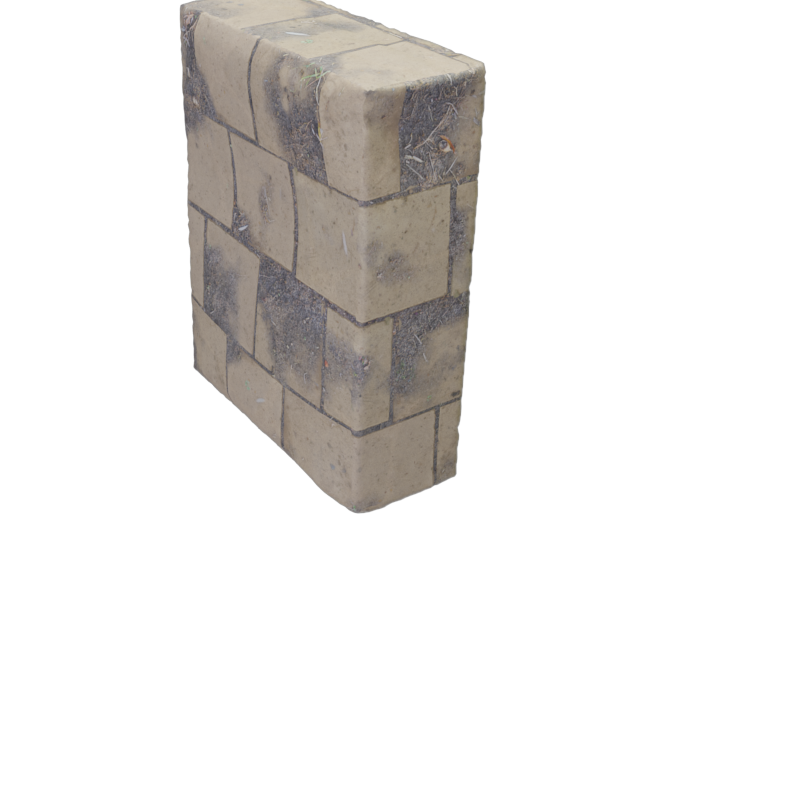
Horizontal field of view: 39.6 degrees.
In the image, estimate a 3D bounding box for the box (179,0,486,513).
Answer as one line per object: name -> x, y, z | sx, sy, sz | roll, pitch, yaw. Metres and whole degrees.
box -> -0.043, -0.078, 0.546 | 0.071, 0.202, 0.176 | -17, 34, -31
